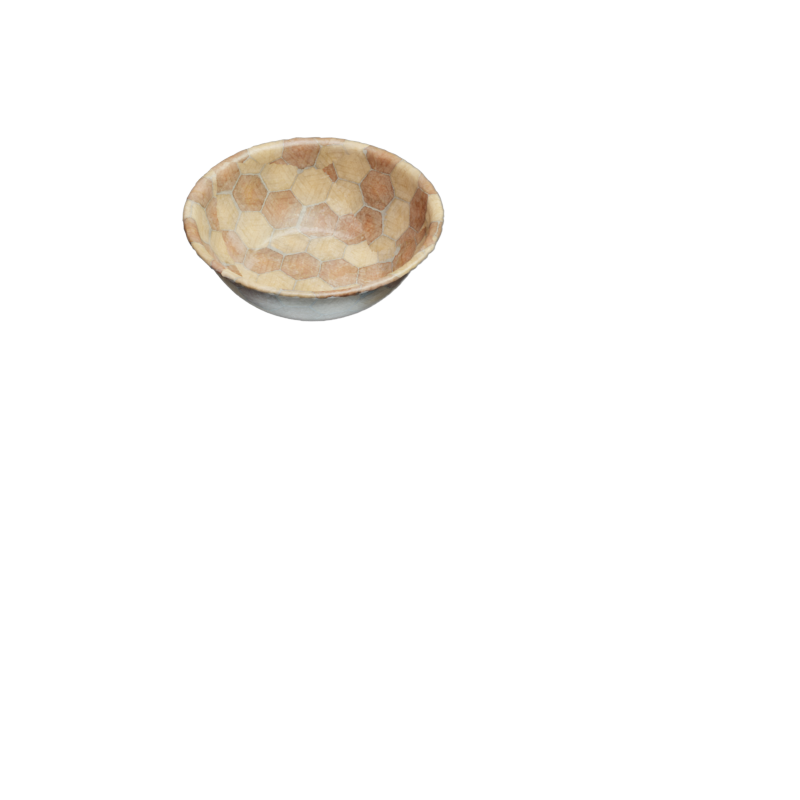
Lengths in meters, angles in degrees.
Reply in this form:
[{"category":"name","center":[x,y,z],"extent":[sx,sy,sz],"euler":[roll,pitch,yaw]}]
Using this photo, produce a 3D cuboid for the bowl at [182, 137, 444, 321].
[{"category":"bowl","center":[-0.055,-0.100,0.703],"extent":[0.162,0.051,0.174],"euler":[-1,44,-1]}]
